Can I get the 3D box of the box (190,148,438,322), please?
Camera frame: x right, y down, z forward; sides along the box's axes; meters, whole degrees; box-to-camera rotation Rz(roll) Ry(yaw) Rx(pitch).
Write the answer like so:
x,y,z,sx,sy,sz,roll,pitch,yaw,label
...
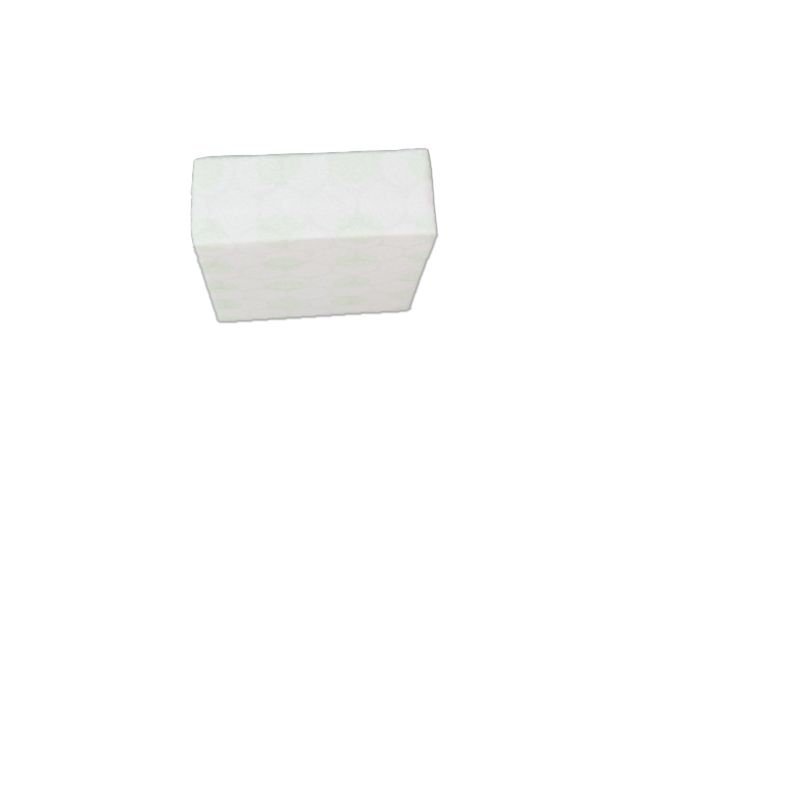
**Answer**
x,y,z,sx,sy,sz,roll,pitch,yaw,label
-0.065,-0.119,0.836,0.164,0.074,0.207,-3,-11,-3,box
